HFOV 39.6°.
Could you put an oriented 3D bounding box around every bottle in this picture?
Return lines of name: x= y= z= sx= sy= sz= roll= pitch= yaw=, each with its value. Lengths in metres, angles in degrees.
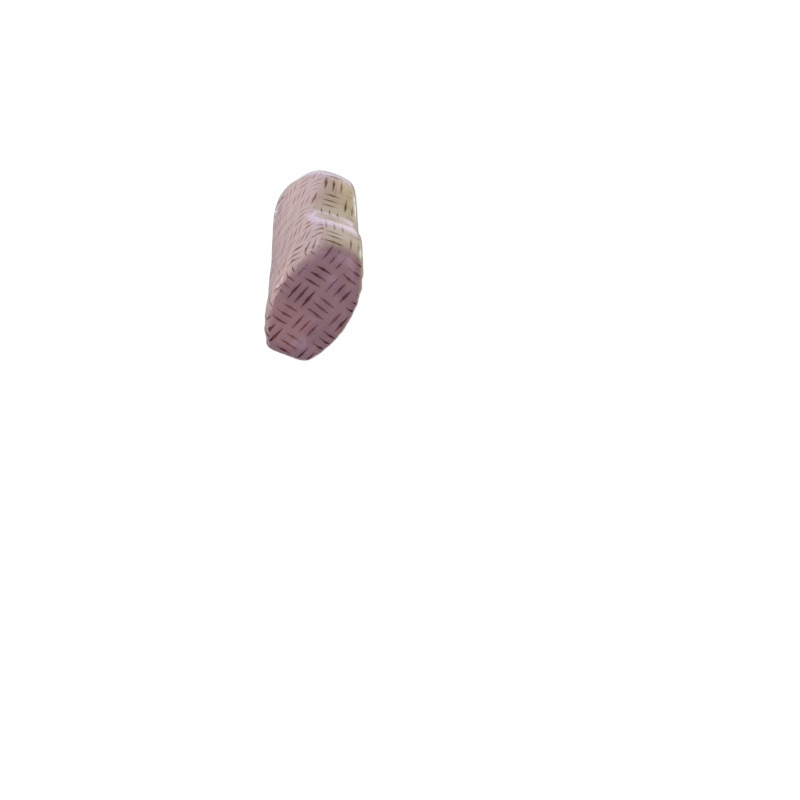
bottle: x=-0.066 y=-0.119 z=0.832 sx=0.057 sy=0.092 sz=0.204 roll=19 pitch=29 yaw=-16
